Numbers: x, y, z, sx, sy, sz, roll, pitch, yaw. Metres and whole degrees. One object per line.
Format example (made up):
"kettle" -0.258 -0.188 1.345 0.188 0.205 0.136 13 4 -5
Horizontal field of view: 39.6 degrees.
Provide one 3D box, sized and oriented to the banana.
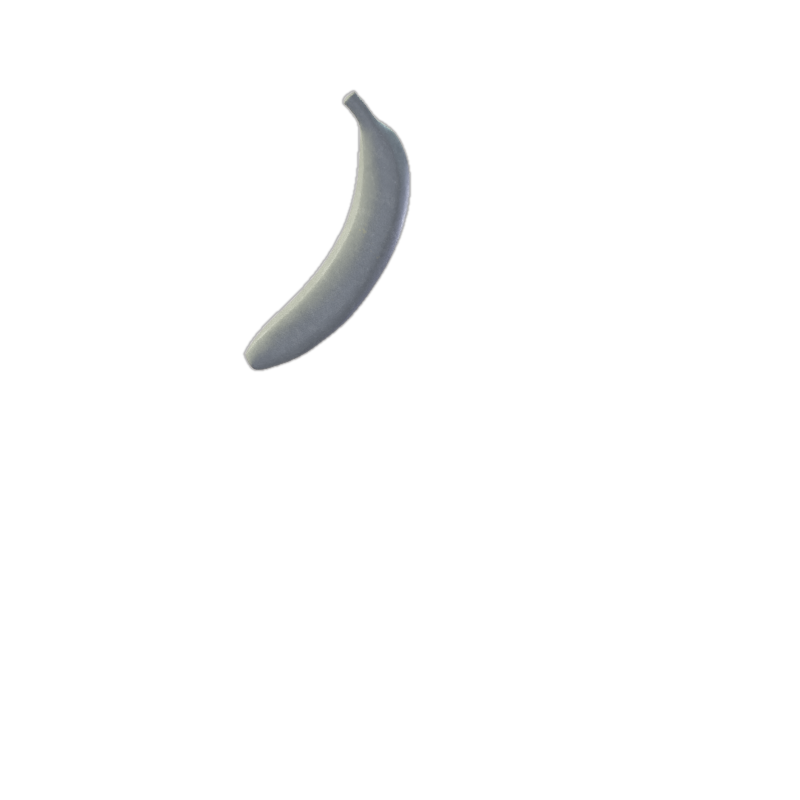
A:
"banana" -0.040 -0.103 0.744 0.069 0.195 0.037 21 7 -4
